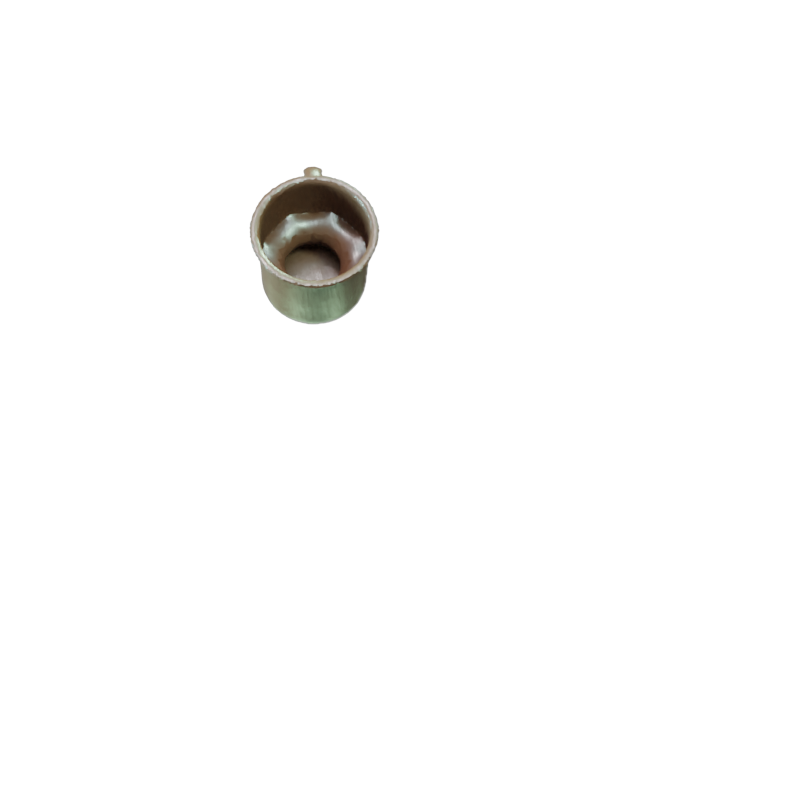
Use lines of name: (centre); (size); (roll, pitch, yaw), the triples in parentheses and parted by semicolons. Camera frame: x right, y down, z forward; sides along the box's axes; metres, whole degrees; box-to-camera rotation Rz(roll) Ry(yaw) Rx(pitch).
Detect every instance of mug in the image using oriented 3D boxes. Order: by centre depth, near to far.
mug: (-0.066, -0.120, 0.838); (0.093, 0.124, 0.077); (-4, -26, -4)
